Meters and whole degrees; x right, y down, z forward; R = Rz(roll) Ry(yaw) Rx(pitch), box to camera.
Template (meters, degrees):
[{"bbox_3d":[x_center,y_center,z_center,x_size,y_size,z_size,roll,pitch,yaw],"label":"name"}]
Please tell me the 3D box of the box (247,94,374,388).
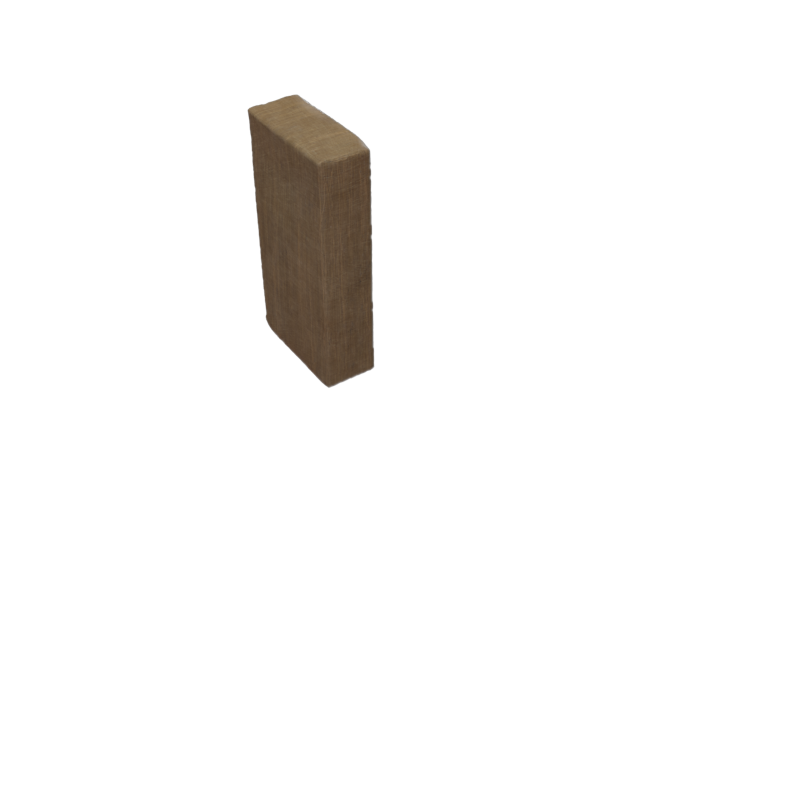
[{"bbox_3d":[-0.058,-0.106,0.744,0.047,0.165,0.101,-19,41,-27],"label":"box"}]
